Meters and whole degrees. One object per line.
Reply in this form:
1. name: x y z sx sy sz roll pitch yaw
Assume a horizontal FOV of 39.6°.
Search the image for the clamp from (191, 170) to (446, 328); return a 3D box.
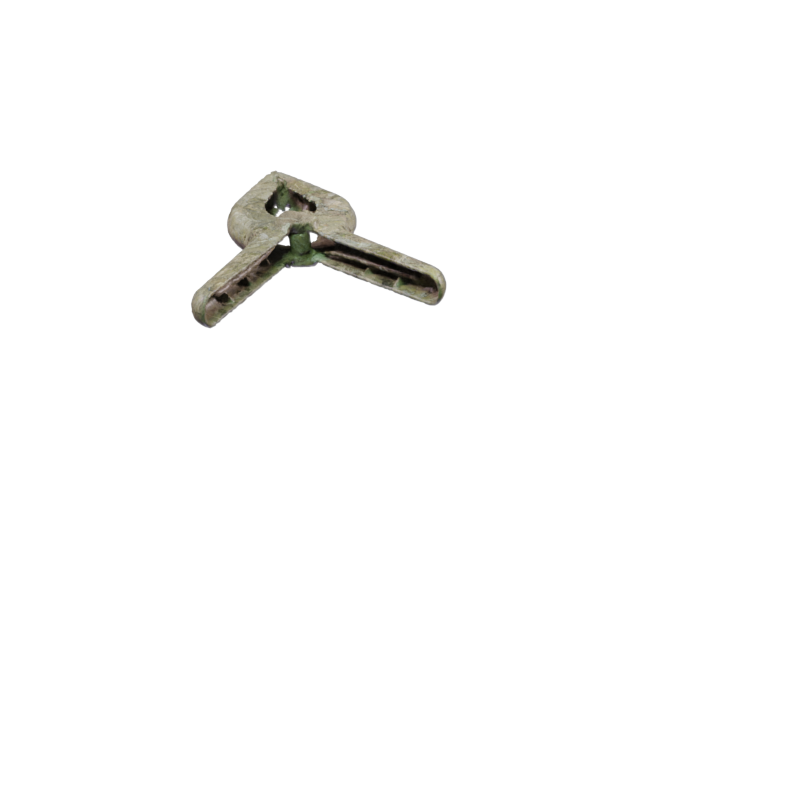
1. clamp: -0.062 -0.112 0.786 0.164 0.034 0.224 -3 31 -5
